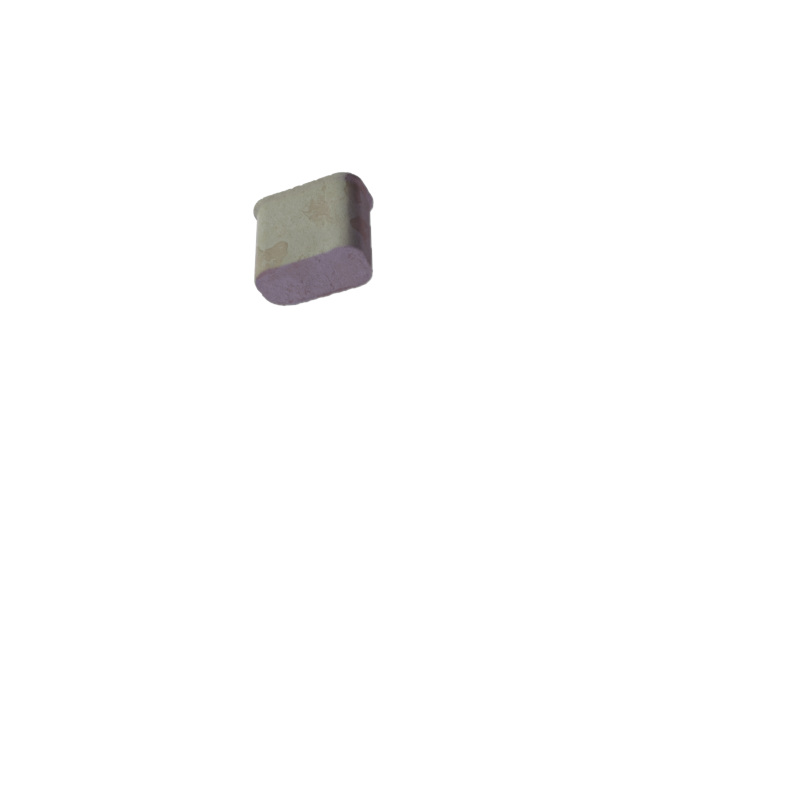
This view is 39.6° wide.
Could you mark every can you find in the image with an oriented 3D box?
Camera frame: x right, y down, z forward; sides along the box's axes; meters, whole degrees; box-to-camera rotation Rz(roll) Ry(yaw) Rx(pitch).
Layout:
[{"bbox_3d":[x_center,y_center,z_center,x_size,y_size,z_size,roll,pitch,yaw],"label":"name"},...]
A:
[{"bbox_3d":[-0.073,-0.132,0.927,0.103,0.090,0.053,-16,-41,17],"label":"can"}]
